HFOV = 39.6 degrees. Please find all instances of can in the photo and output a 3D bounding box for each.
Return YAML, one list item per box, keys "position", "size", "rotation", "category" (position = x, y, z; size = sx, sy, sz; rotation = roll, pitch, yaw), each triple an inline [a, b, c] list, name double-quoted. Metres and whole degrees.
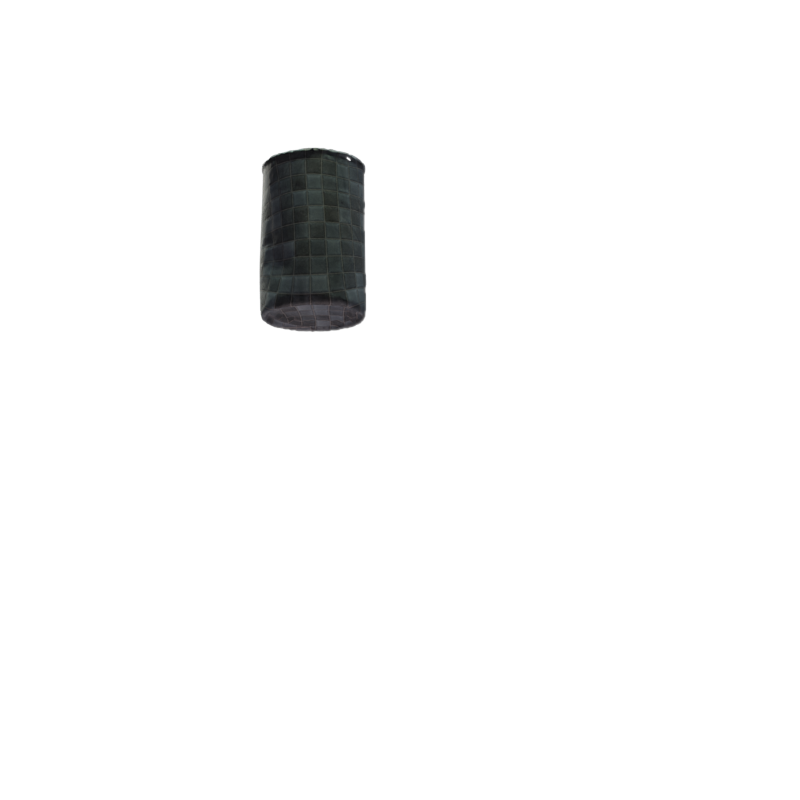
- position: [-0.055, -0.101, 0.708]
  size: [0.068, 0.107, 0.066]
  rotation: [0, -17, -2]
  category: "can"
